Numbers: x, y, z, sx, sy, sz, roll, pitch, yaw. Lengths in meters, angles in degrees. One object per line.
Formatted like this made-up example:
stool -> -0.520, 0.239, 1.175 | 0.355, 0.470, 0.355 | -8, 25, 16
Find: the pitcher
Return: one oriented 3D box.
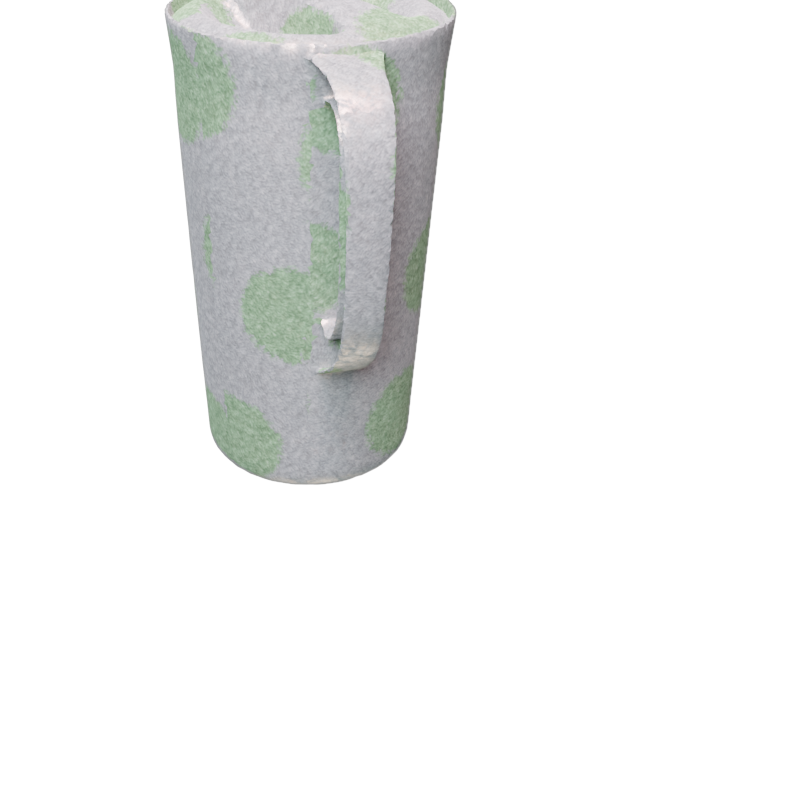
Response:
pitcher -> -0.043, -0.078, 0.546 | 0.151, 0.230, 0.151 | 15, 31, 24
